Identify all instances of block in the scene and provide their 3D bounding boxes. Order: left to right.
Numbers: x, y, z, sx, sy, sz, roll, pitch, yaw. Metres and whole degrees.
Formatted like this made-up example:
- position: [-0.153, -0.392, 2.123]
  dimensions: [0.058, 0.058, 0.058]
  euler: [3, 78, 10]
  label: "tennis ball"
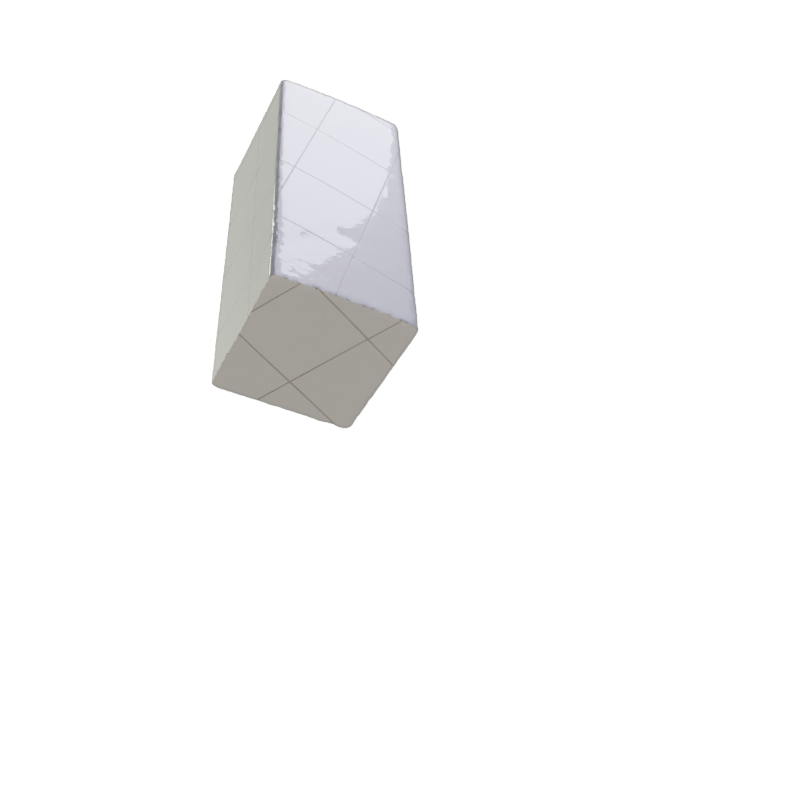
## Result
- position: [-0.053, -0.098, 0.689]
  dimensions: [0.087, 0.087, 0.221]
  euler: [19, 38, -20]
  label: "block"
